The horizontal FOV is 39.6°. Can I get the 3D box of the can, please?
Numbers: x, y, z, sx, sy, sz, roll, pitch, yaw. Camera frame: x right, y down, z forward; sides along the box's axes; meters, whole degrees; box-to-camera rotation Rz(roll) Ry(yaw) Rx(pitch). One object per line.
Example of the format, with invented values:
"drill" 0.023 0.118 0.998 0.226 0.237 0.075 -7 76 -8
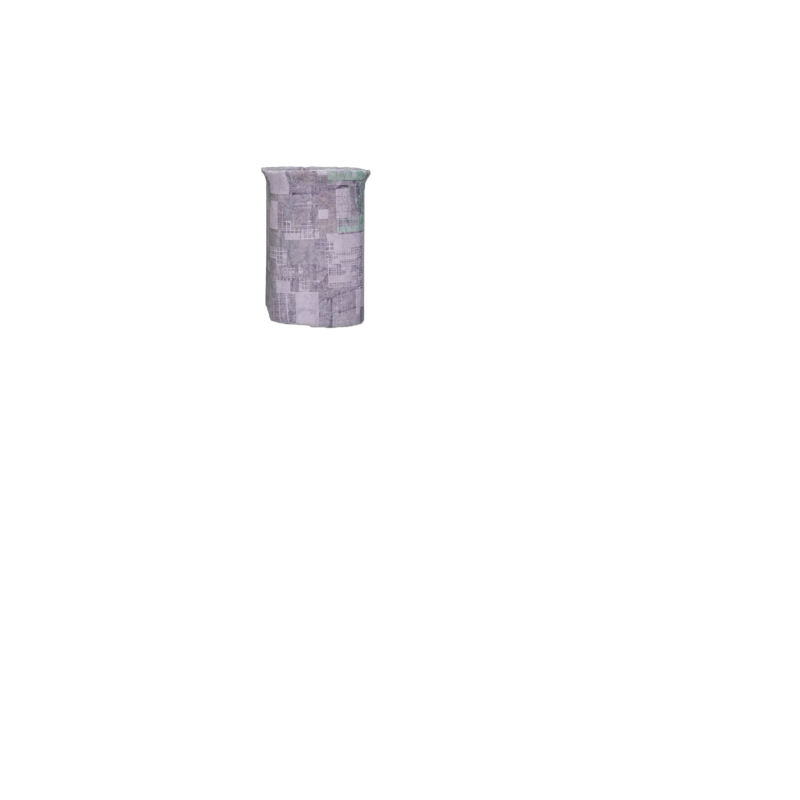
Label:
"can" -0.049 -0.090 0.629 0.057 0.082 0.105 -1 10 -8
